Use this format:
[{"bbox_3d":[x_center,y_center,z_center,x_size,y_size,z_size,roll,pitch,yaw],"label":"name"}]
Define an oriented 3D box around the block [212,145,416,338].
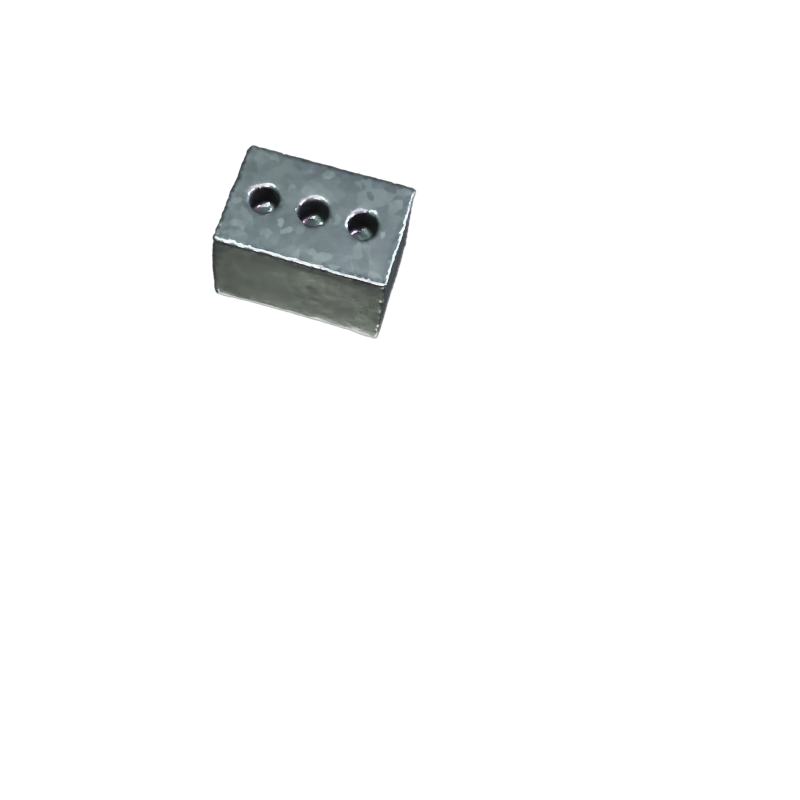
[{"bbox_3d":[-0.038,-0.070,0.488,0.079,0.055,0.048,15,-26,6],"label":"block"}]
